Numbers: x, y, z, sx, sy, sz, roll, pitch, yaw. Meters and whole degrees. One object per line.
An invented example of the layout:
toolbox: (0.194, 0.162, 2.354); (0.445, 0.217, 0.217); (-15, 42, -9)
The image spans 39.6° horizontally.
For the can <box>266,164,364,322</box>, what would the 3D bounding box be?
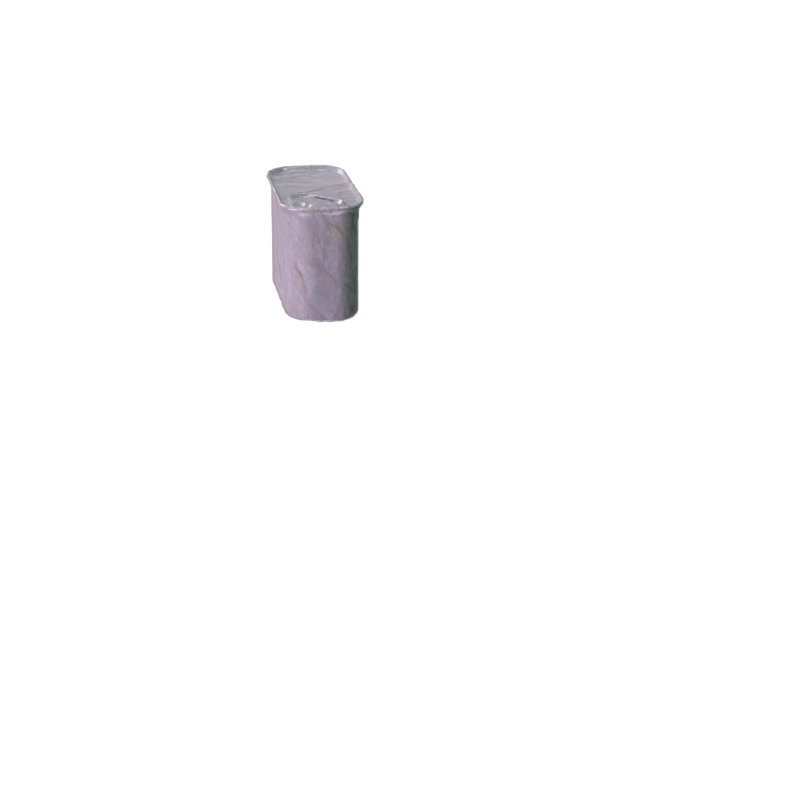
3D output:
can: (-0.061, -0.111, 0.780); (0.057, 0.080, 0.108); (-4, 25, -12)
